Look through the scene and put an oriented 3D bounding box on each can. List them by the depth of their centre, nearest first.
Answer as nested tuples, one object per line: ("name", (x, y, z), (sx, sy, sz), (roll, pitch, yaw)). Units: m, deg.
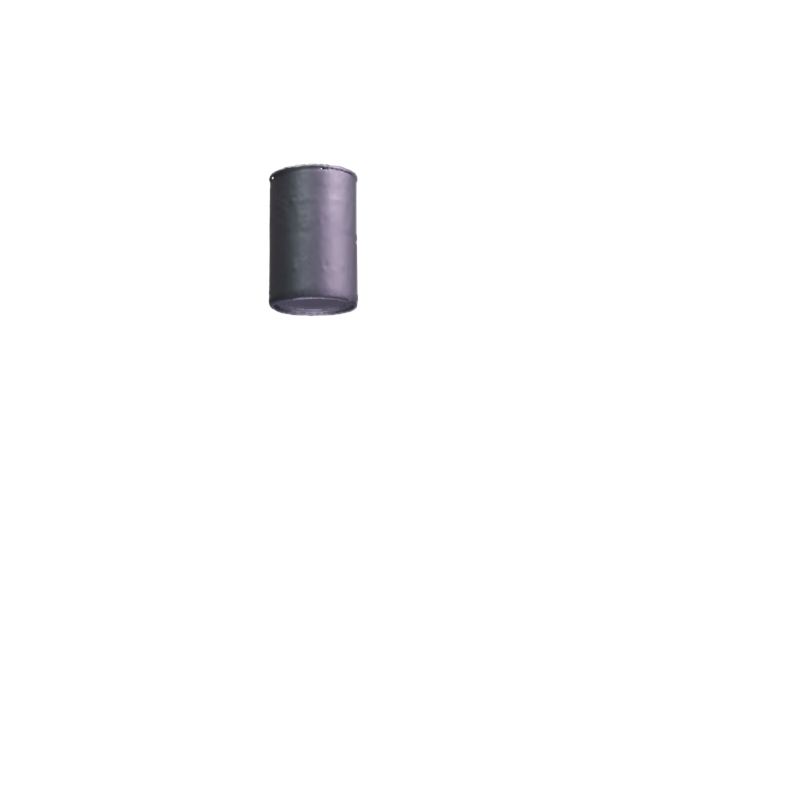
("can", (-0.066, -0.120, 0.838), (0.068, 0.106, 0.066), (0, -13, -2))
